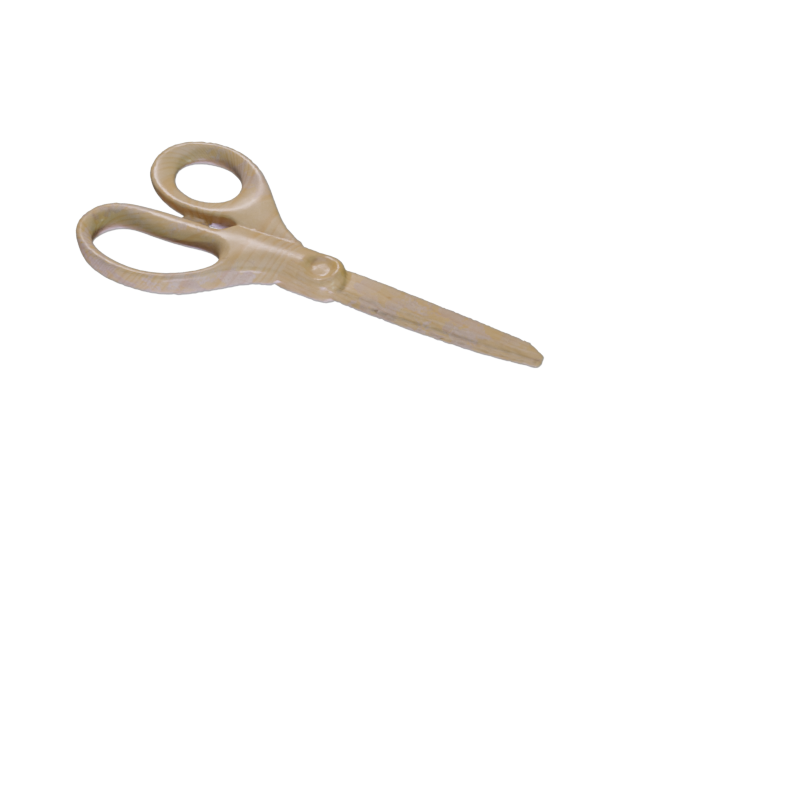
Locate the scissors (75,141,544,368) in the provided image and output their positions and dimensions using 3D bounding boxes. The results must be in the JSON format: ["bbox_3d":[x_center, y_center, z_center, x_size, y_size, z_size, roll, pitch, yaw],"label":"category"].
[{"bbox_3d":[-0.037,-0.068,0.477,0.204,0.102,0.015,9,-39,7],"label":"scissors"}]
